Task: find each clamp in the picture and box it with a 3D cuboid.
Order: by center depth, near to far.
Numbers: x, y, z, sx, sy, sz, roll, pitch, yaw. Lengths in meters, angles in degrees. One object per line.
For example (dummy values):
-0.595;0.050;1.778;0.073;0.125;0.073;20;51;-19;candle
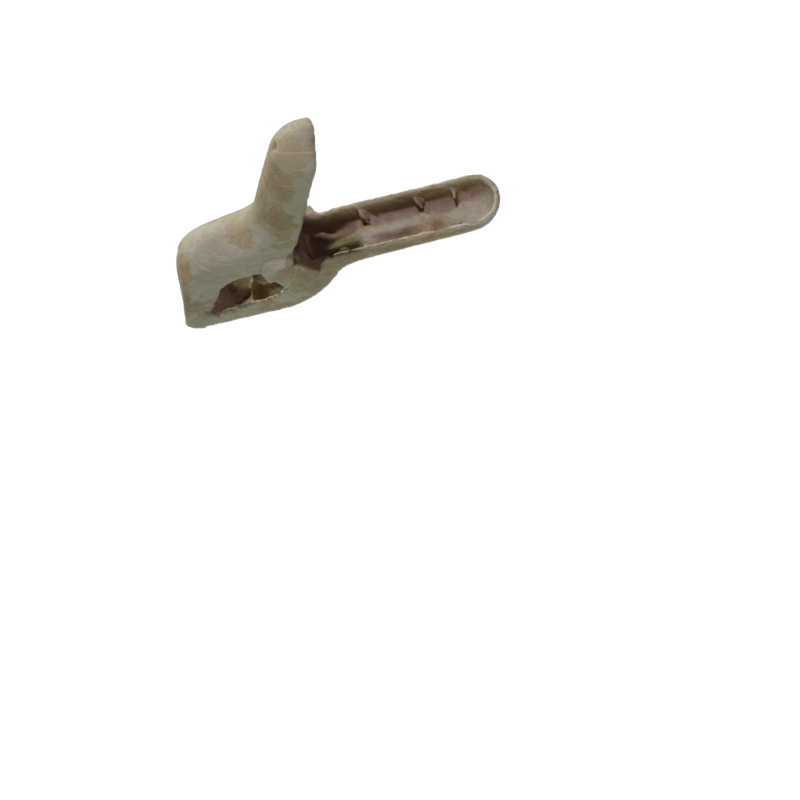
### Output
-0.040;-0.074;0.517;0.115;0.041;0.171;12;-23;-31;clamp
